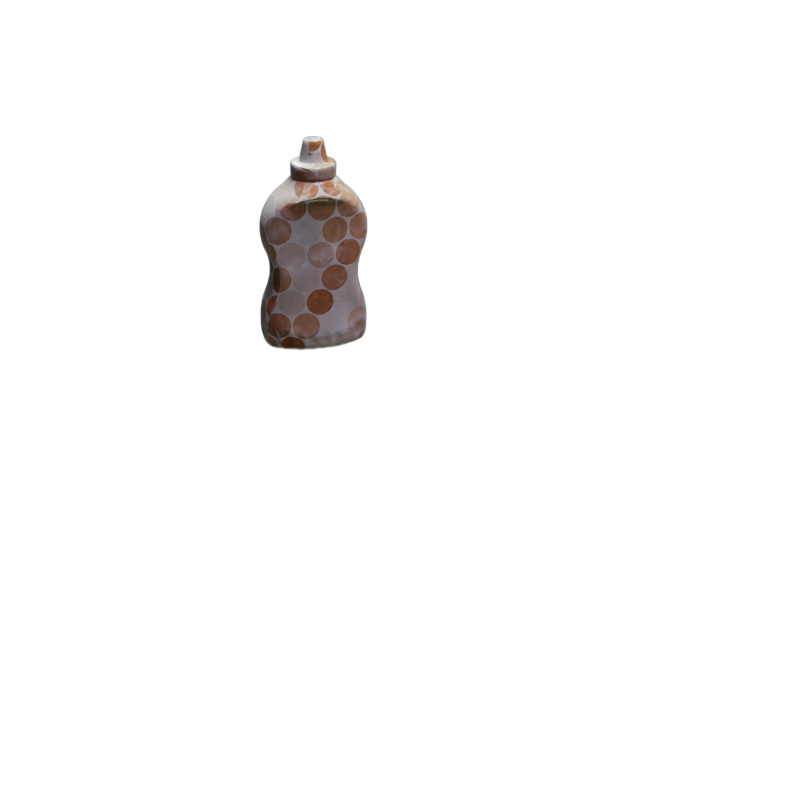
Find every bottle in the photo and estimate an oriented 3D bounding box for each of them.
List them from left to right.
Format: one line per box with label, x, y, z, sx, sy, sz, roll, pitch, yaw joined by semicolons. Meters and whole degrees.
bottle;-0.078;-0.142;0.994;0.095;0.182;0.062;-3;24;-11
